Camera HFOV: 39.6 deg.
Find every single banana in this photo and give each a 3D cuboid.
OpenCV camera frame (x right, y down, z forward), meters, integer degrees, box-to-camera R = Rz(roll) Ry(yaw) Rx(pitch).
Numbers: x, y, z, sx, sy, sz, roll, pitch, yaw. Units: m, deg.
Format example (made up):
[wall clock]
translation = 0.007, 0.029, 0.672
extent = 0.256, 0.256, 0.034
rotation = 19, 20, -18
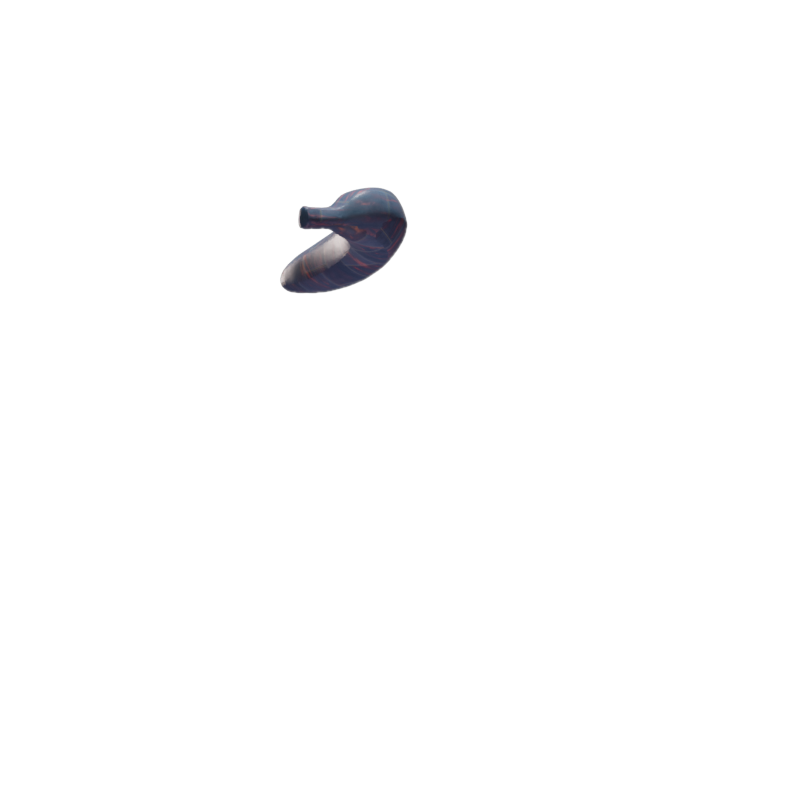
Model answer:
[banana]
translation = -0.034, -0.098, 0.680
extent = 0.069, 0.038, 0.194
rotation = 1, -7, -8
